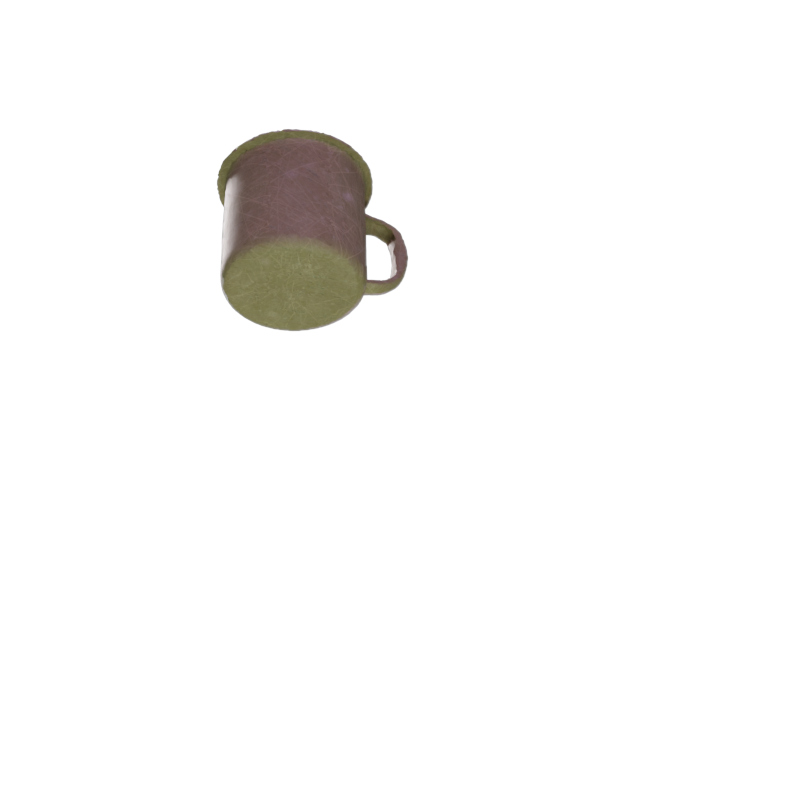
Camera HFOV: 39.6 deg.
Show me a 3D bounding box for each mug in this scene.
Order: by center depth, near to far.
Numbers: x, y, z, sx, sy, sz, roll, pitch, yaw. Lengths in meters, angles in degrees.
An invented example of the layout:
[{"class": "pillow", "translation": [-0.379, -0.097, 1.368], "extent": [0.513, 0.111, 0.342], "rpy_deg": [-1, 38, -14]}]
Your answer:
[{"class": "mug", "translation": [-0.050, -0.091, 0.638], "extent": [0.113, 0.087, 0.090], "rpy_deg": [16, -40, -21]}]
